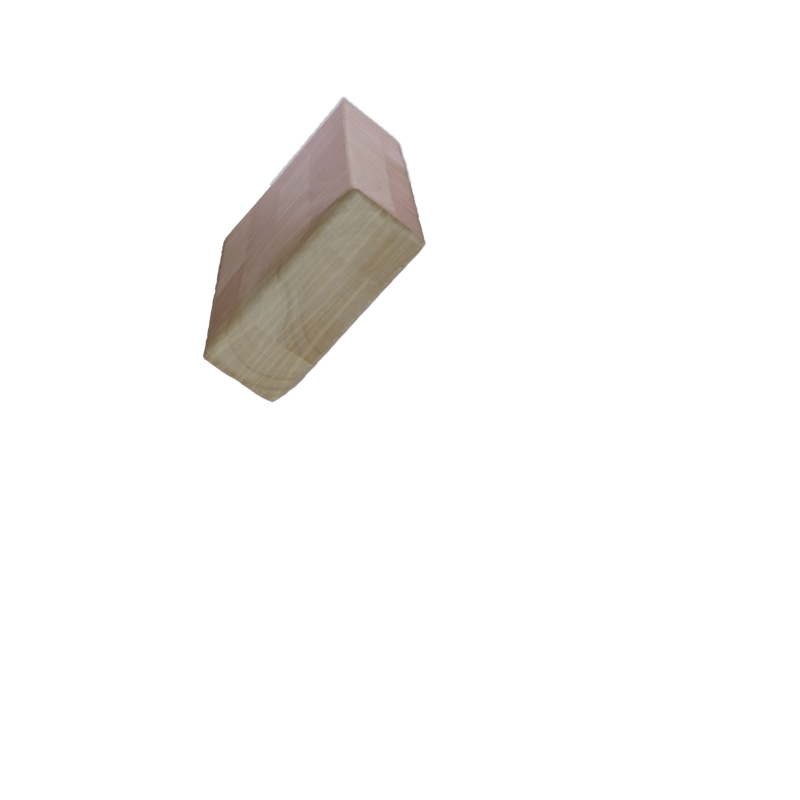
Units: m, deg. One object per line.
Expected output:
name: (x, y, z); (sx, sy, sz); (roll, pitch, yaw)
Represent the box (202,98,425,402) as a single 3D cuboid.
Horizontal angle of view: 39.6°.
box: (-0.065, -0.119, 0.836); (0.069, 0.162, 0.226); (37, 20, -21)
